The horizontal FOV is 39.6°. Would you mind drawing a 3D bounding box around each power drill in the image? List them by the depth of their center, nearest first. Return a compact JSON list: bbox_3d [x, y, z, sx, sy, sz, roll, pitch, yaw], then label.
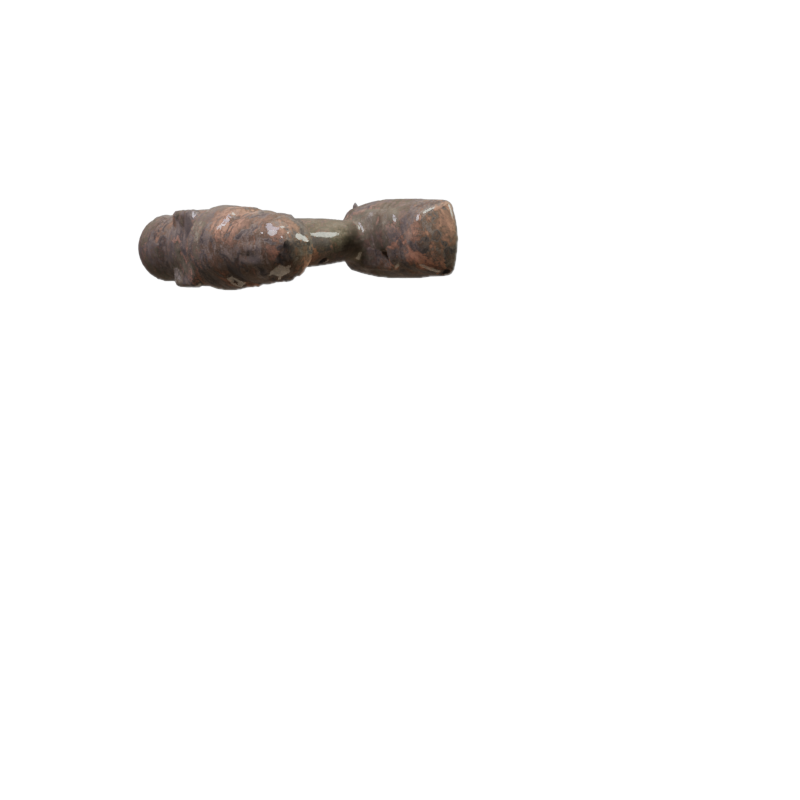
[{"bbox_3d":[-0.057,-0.104,0.726,0.182,0.057,0.193,-6,11,-34],"label":"power drill"}]
